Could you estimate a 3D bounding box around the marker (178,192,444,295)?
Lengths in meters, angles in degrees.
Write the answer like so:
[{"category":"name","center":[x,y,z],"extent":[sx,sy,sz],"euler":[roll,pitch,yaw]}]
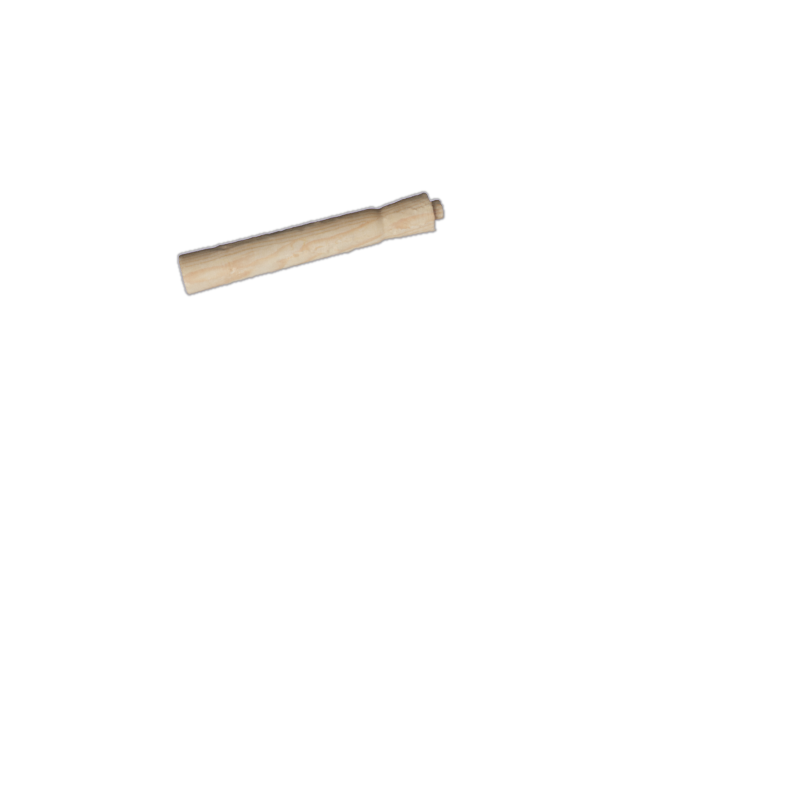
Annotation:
[{"category":"marker","center":[-0.039,-0.071,0.498],"extent":[0.120,0.020,0.020],"euler":[-15,6,-4]}]
